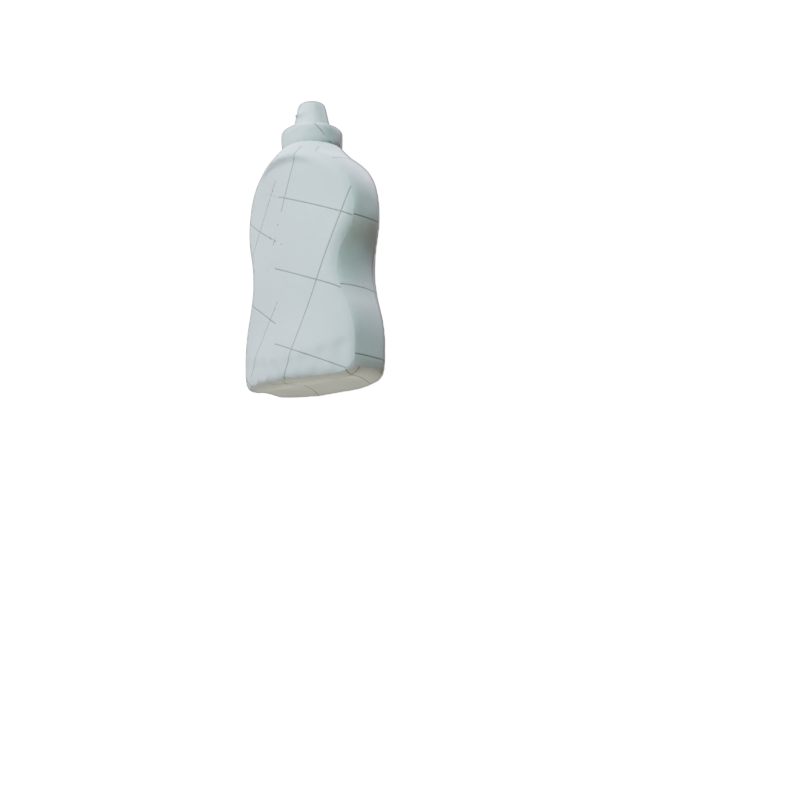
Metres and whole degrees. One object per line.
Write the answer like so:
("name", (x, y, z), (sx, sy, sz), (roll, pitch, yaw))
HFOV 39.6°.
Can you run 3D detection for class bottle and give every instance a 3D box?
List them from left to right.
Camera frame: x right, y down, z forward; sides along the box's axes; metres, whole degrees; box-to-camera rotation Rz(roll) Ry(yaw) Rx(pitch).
("bottle", (-0.056, -0.102, 0.717), (0.098, 0.200, 0.055), (-15, -22, 41))
